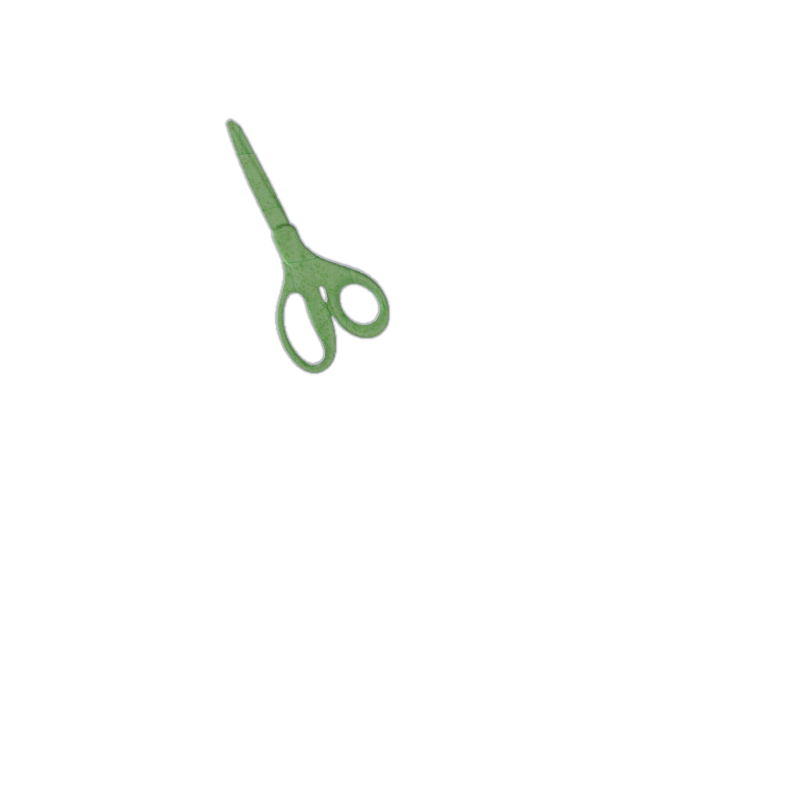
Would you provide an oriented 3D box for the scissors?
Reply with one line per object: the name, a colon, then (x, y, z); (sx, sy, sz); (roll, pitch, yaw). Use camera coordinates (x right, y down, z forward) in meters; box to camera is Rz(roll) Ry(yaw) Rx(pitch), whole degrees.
scissors: (-0.066, -0.120, 0.838); (0.096, 0.197, 0.016); (-9, 9, 1)
